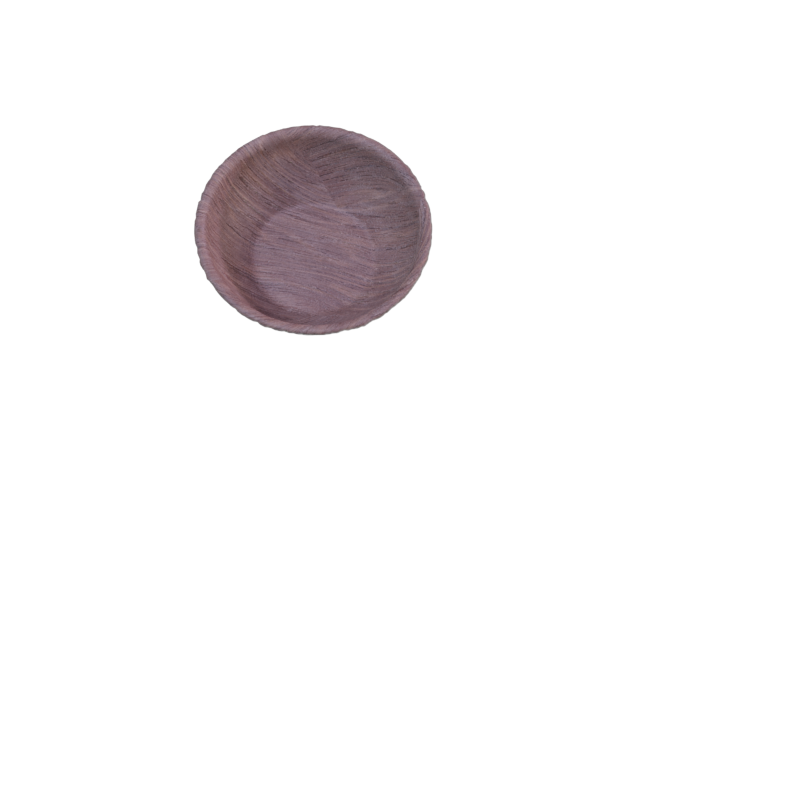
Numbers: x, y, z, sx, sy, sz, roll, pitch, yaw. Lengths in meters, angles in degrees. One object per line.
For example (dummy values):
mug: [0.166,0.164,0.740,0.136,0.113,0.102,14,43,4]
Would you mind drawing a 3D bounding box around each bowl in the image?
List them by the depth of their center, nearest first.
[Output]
bowl: [-0.061,-0.111,0.774,0.162,0.171,0.052,-1,-25,-1]
